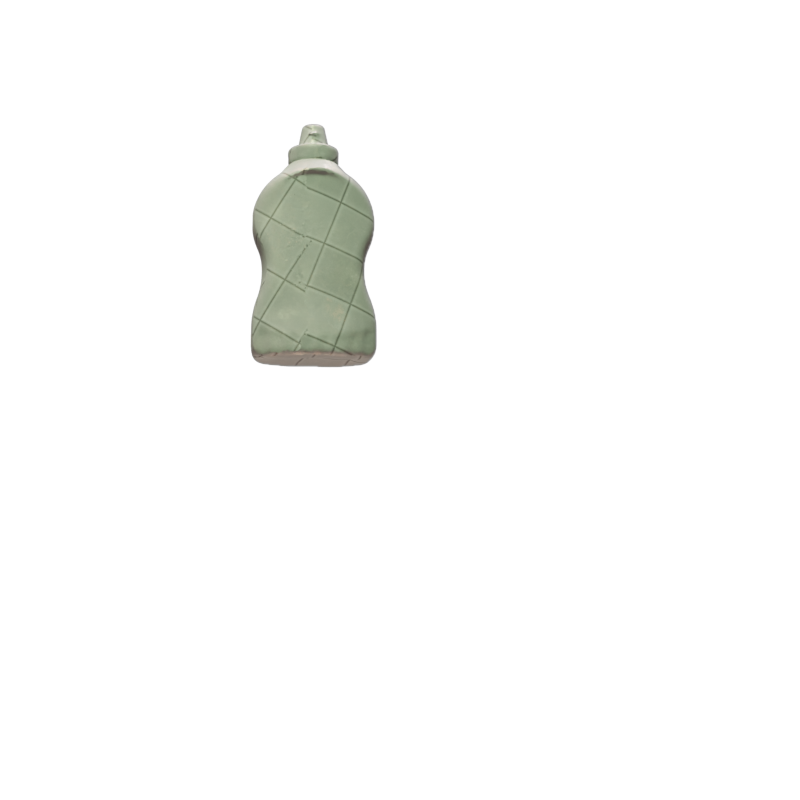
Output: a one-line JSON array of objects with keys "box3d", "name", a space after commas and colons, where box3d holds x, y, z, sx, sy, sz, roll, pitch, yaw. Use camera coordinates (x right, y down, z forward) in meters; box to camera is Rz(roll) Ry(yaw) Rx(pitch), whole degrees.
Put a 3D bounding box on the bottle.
[{"box3d": [-0.068, -0.125, 0.871, 0.095, 0.199, 0.057, 0, -15, -4], "name": "bottle"}]
